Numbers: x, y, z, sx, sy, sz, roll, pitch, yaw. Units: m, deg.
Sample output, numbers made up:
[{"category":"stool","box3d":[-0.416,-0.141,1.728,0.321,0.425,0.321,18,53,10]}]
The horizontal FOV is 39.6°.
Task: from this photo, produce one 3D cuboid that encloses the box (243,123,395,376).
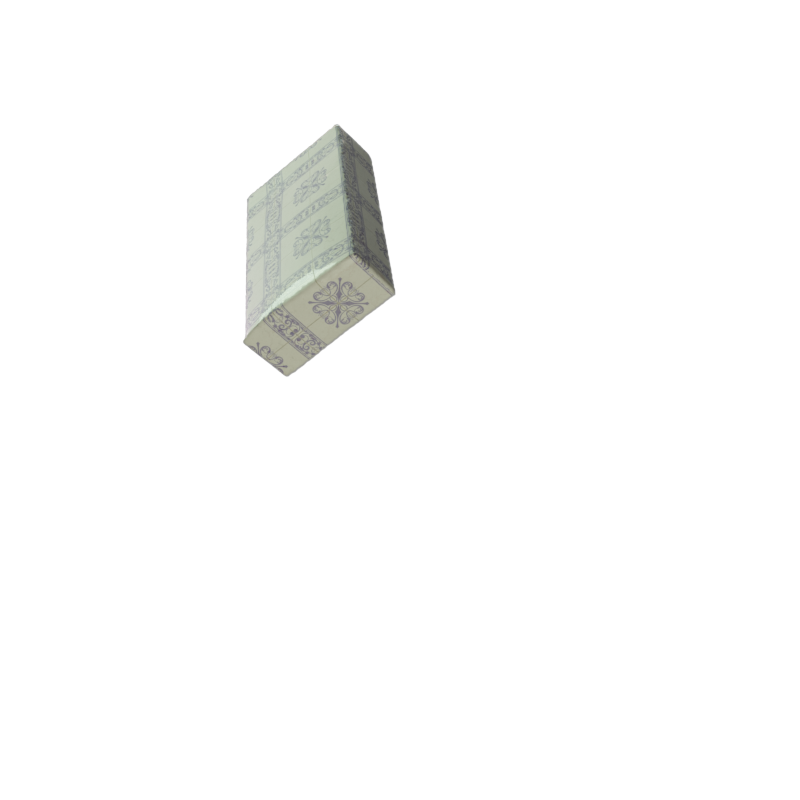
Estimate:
[{"category":"box","box3d":[-0.057,-0.104,0.731,0.093,0.045,0.188,-36,31,20]}]
